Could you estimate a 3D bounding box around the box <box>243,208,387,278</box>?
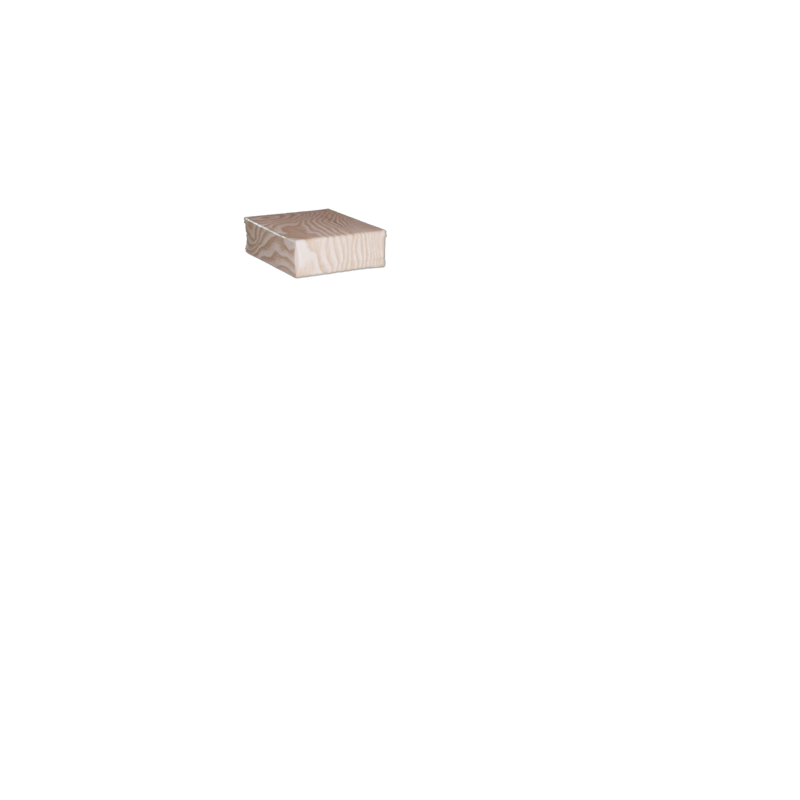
[{"bbox_3d":[-0.078,-0.142,0.994,0.088,0.038,0.120,-9,20,-28],"label":"box"}]
